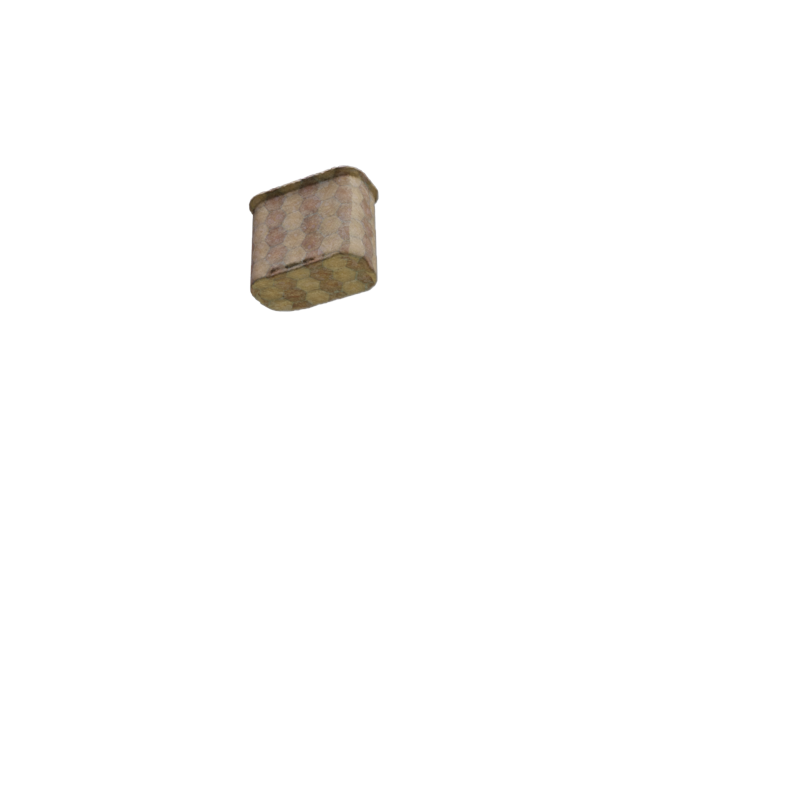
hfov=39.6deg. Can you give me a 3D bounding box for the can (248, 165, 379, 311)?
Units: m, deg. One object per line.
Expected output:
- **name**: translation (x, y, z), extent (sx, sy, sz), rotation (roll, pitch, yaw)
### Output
- **can**: translation (-0.067, -0.122, 0.854), extent (0.103, 0.090, 0.053), rotation (-16, -36, 21)
